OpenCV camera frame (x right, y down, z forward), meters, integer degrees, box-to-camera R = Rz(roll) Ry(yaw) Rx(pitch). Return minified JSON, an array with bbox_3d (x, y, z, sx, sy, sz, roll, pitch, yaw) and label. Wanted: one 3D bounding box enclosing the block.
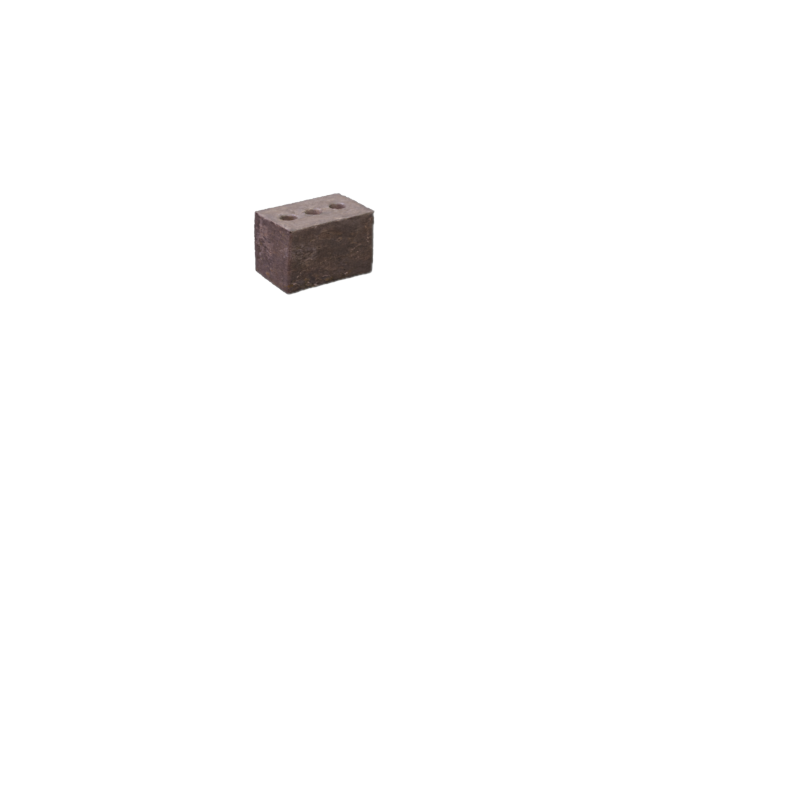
[{"bbox_3d":[-0.066,-0.120,0.841,0.077,0.048,0.056,-18,32,-31],"label":"block"}]
